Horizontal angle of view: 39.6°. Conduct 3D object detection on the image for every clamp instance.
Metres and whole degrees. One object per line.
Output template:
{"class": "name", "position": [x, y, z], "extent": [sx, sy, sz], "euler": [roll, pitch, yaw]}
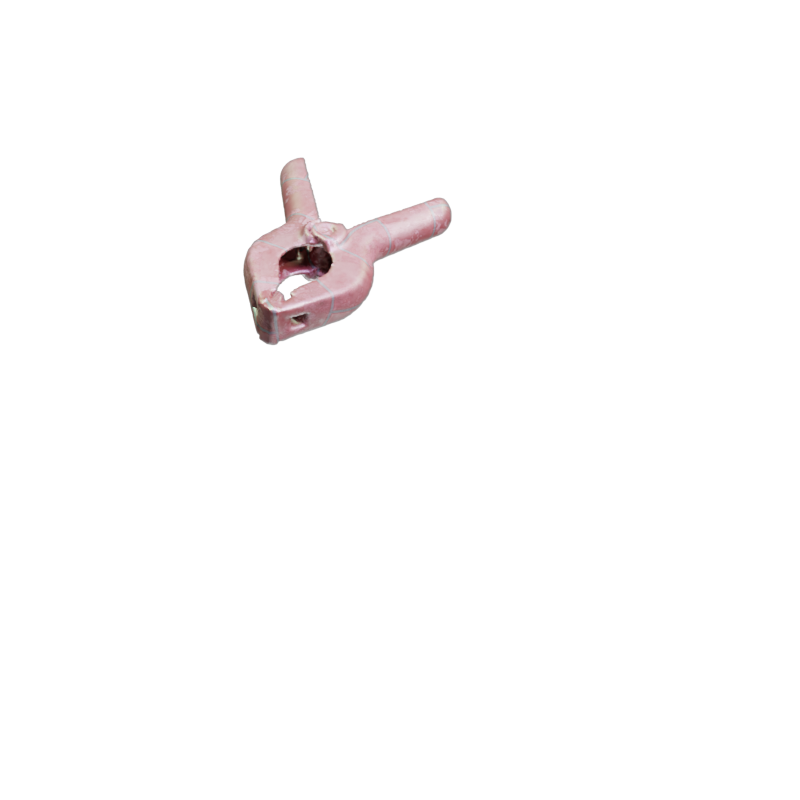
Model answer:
{"class": "clamp", "position": [-0.055, -0.100, 0.700], "extent": [0.126, 0.037, 0.175], "euler": [19, 40, 23]}
